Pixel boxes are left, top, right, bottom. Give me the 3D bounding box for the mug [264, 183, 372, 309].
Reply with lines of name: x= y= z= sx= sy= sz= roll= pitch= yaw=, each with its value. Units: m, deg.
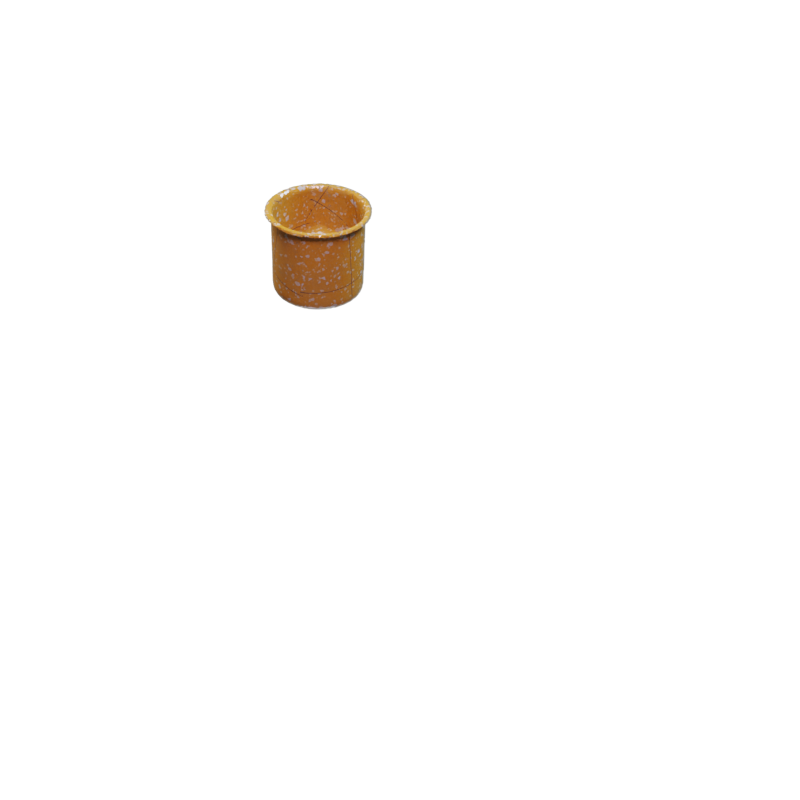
mug: x=-0.077 y=-0.141 z=0.986 sx=0.092 sy=0.076 sz=0.127 roll=-13 pitch=38 yaw=-19
